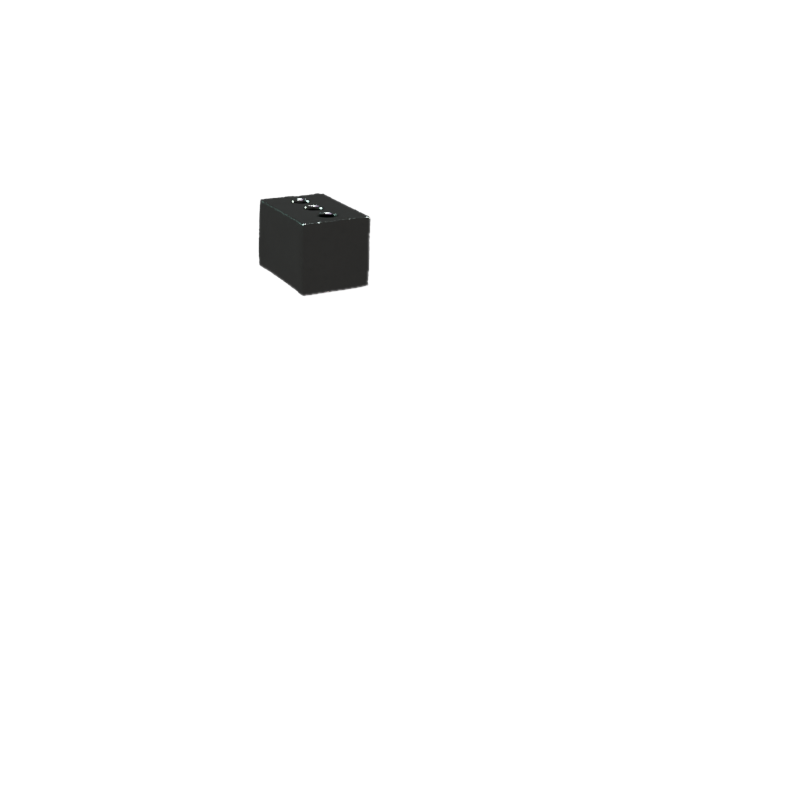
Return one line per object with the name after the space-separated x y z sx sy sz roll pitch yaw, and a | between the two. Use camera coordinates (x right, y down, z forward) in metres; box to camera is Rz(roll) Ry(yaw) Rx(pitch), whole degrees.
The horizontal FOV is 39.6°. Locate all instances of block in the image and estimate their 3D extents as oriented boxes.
-0.061 -0.111 0.780 0.052 0.049 0.083 -10 24 -27 | block
